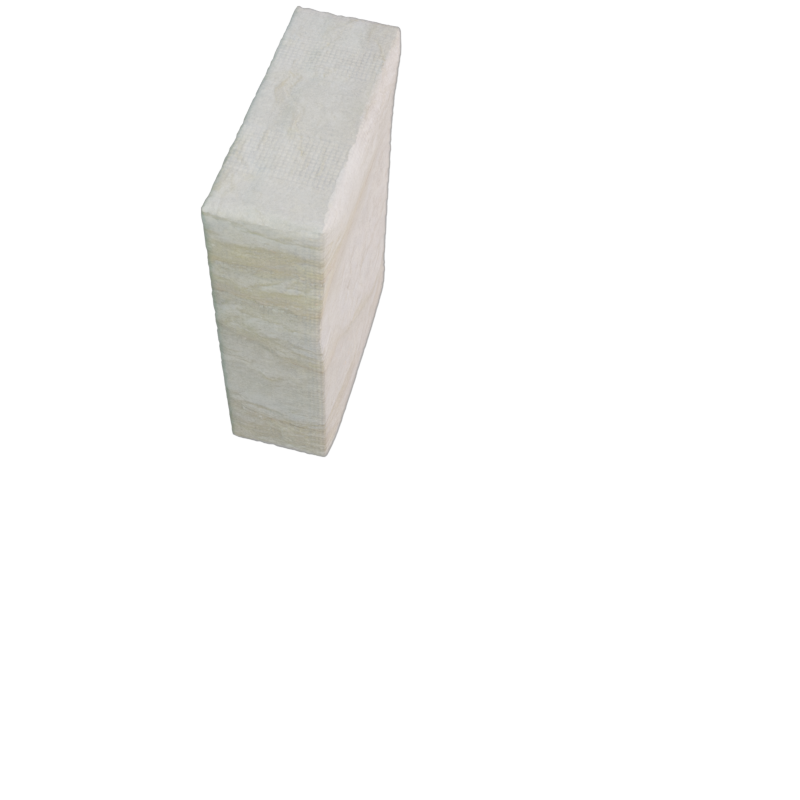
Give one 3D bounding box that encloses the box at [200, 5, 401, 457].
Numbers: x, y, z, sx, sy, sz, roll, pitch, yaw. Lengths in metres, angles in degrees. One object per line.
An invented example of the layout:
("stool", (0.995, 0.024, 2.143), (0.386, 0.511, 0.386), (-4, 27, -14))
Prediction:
("box", (-0.051, -0.093, 0.652), (0.073, 0.173, 0.200), (12, -35, 5))
